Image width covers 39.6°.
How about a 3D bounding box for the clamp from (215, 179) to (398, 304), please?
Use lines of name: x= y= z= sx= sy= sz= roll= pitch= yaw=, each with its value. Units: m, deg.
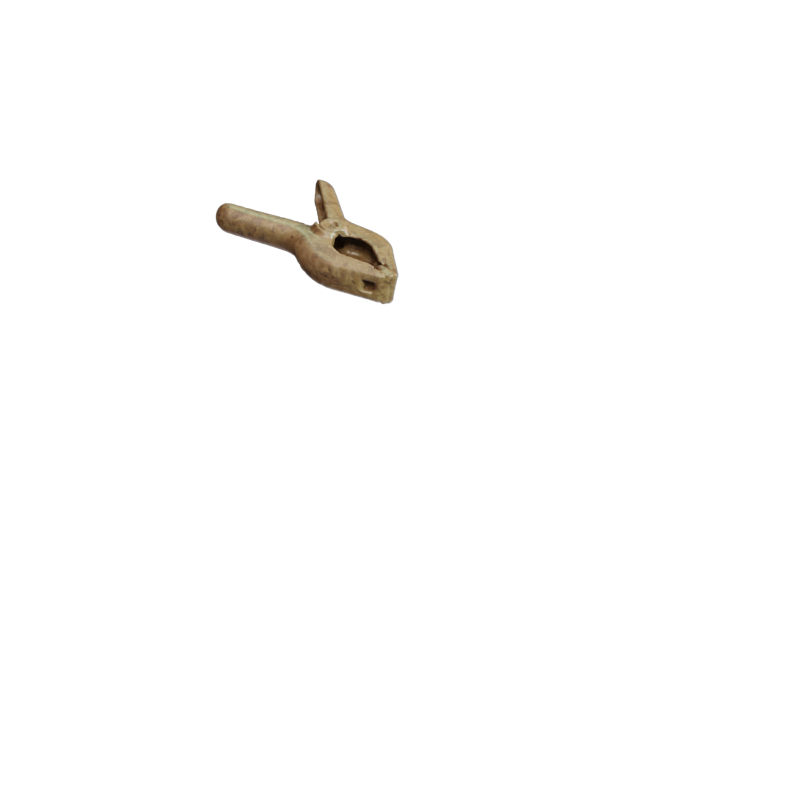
clamp: x=-0.072 y=-0.131 z=0.916 sx=0.119 sy=0.037 sz=0.185 roll=-19 pitch=40 yaw=-25
